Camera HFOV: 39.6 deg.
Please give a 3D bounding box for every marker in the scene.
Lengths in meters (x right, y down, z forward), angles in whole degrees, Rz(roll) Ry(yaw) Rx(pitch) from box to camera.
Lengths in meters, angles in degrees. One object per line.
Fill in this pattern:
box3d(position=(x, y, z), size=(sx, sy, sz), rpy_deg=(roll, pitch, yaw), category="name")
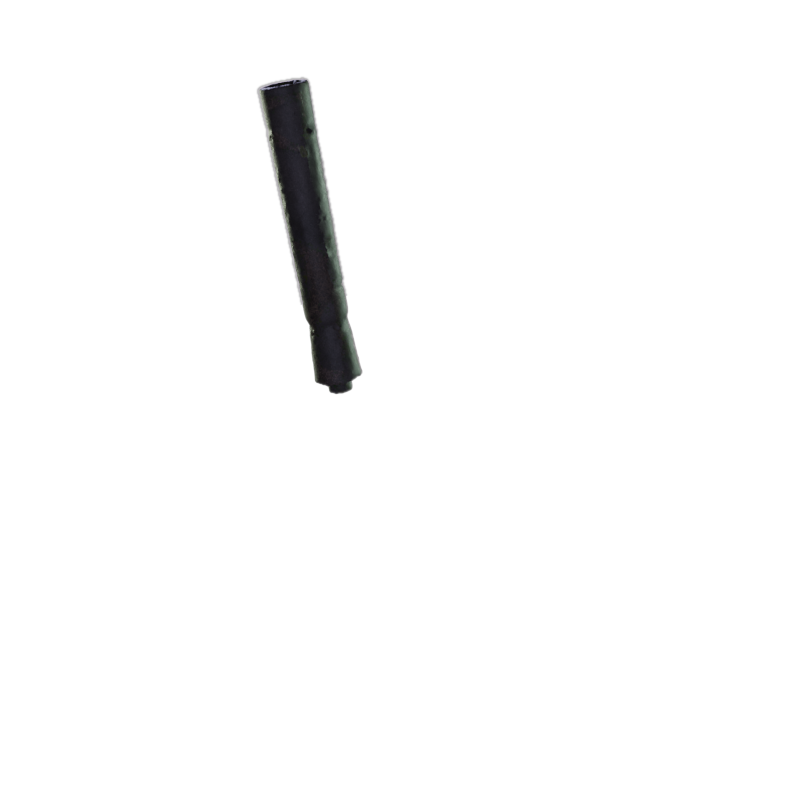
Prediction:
box3d(position=(-0.033, -0.060, 0.418), size=(0.020, 0.117, 0.020), rpy_deg=(-10, 14, 1), category="marker")
